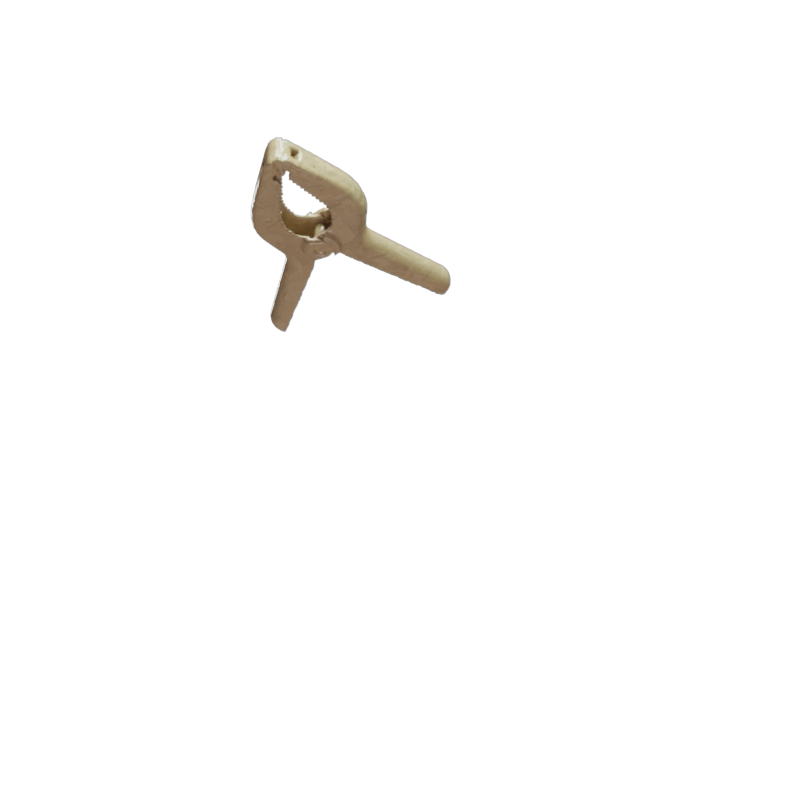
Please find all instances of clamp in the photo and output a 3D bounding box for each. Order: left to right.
[{"bbox_3d":[-0.072,-0.131,0.917,0.166,0.039,0.194,-18,-42,21],"label":"clamp"}]
